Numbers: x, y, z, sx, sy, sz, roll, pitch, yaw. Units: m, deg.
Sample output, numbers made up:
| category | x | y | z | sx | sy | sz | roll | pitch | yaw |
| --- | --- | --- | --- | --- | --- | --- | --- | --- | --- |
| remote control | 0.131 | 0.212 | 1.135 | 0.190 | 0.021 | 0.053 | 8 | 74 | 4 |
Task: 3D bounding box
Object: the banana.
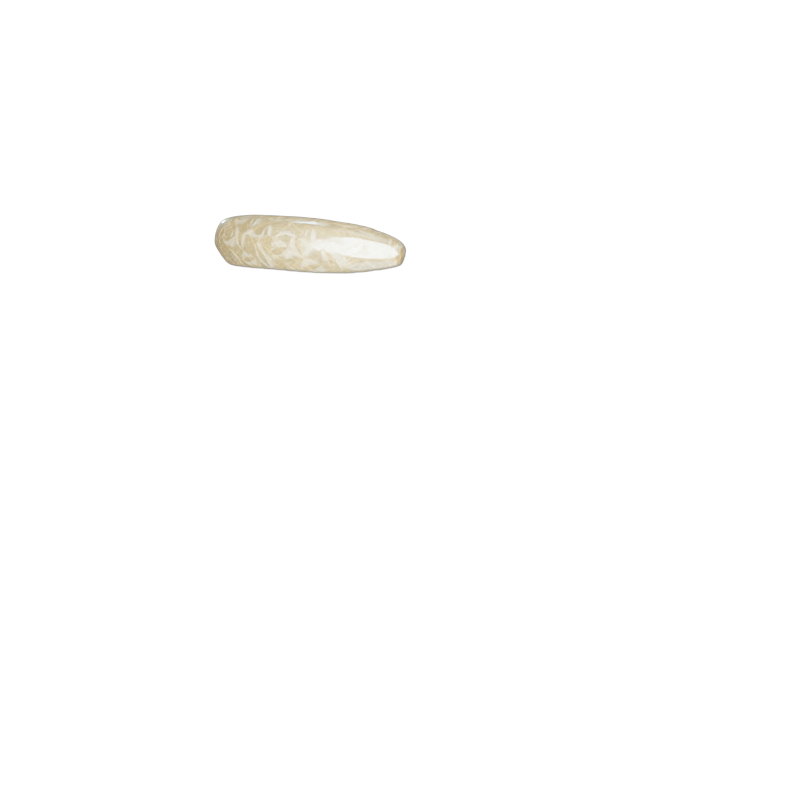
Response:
| category | x | y | z | sx | sy | sz | roll | pitch | yaw |
| --- | --- | --- | --- | --- | --- | --- | --- | --- | --- |
| banana | -0.077 | -0.107 | 0.749 | 0.067 | 0.036 | 0.207 | -5 | 11 | -32 |
